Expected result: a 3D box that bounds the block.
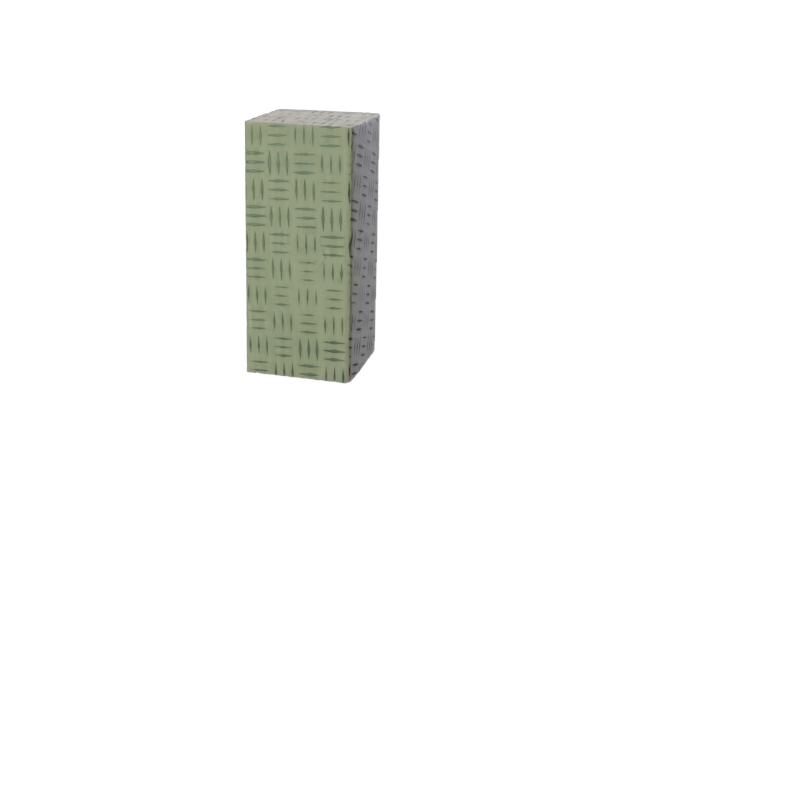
[{"bbox_3d":[-0.071,-0.130,0.910,0.093,0.199,0.091,5,16,15],"label":"block"}]
